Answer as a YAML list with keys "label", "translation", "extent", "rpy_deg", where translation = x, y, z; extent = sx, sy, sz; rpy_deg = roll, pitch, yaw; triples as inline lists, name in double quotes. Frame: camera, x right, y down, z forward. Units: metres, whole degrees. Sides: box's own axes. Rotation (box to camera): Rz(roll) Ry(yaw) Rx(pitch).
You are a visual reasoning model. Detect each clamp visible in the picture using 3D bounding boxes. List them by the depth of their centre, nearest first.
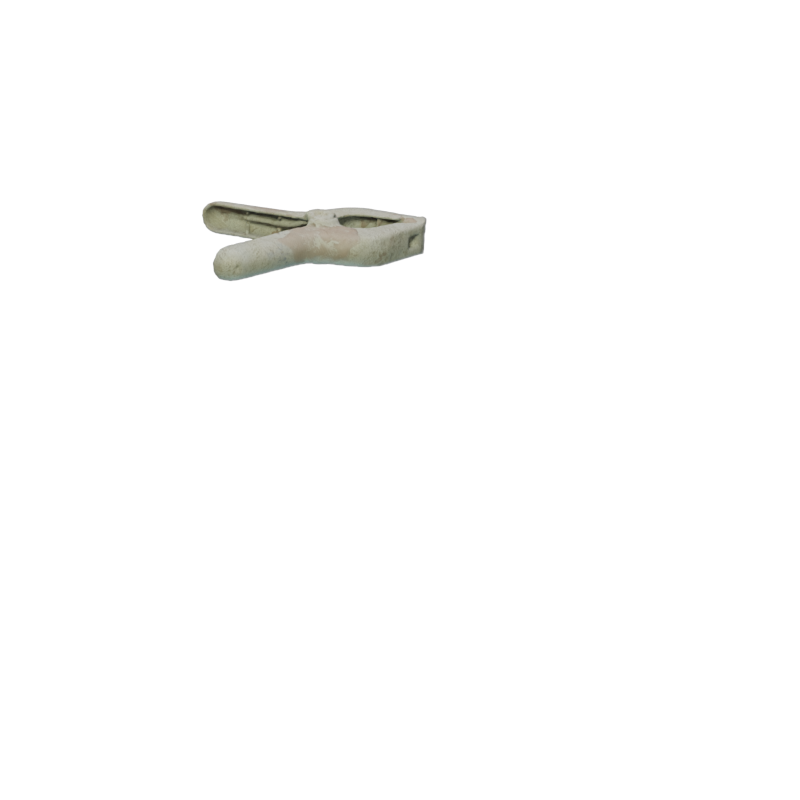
- label: "clamp"
  translation: [-0.064, -0.117, 0.816]
  extent: [0.171, 0.037, 0.128]
  rpy_deg: [-1, 32, -2]
